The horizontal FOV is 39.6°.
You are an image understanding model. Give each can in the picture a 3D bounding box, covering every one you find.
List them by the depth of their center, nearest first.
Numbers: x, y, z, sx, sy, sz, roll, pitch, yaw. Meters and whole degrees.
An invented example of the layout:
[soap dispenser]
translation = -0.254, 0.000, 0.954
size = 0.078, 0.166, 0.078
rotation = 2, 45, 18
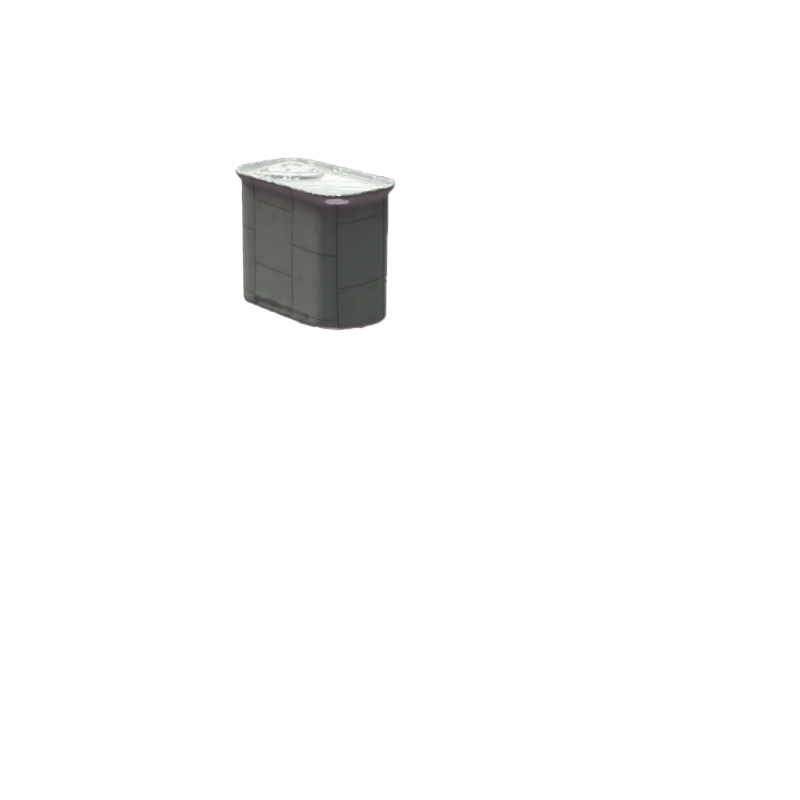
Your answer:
[can]
translation = -0.052, -0.095, 0.668
size = 0.056, 0.080, 0.108
rotation = -16, 27, -40
